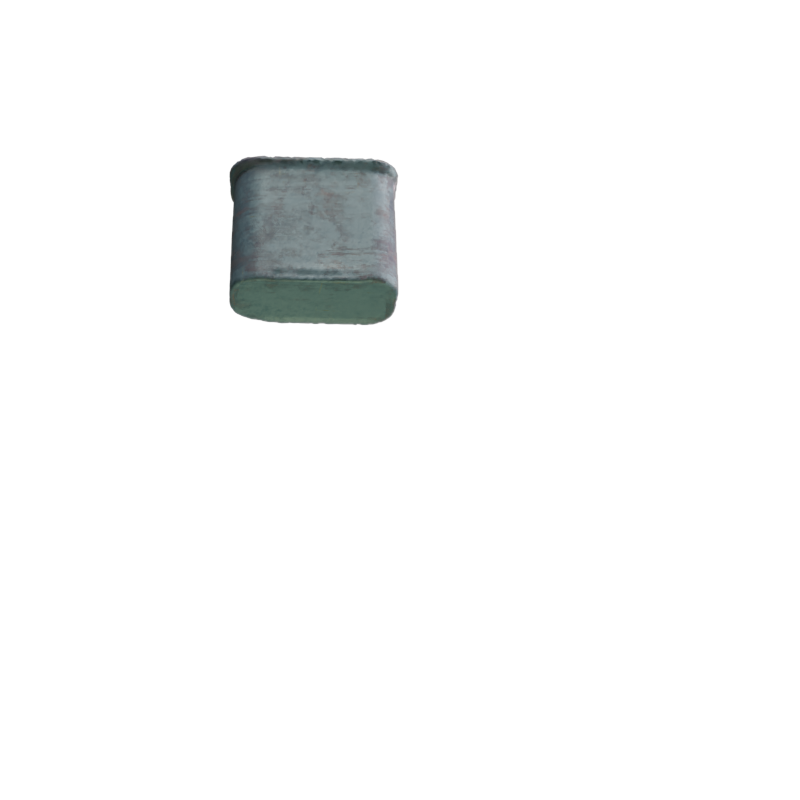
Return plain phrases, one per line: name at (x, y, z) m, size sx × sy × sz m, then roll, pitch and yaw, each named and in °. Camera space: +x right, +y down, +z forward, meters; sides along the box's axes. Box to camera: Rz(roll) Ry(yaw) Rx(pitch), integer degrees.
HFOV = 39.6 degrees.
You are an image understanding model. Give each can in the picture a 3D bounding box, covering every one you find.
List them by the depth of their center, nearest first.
can at (-0.051, -0.093, 0.655) m, size 0.101 × 0.089 × 0.054 m, roll 1°, pitch -30°, yaw -3°
